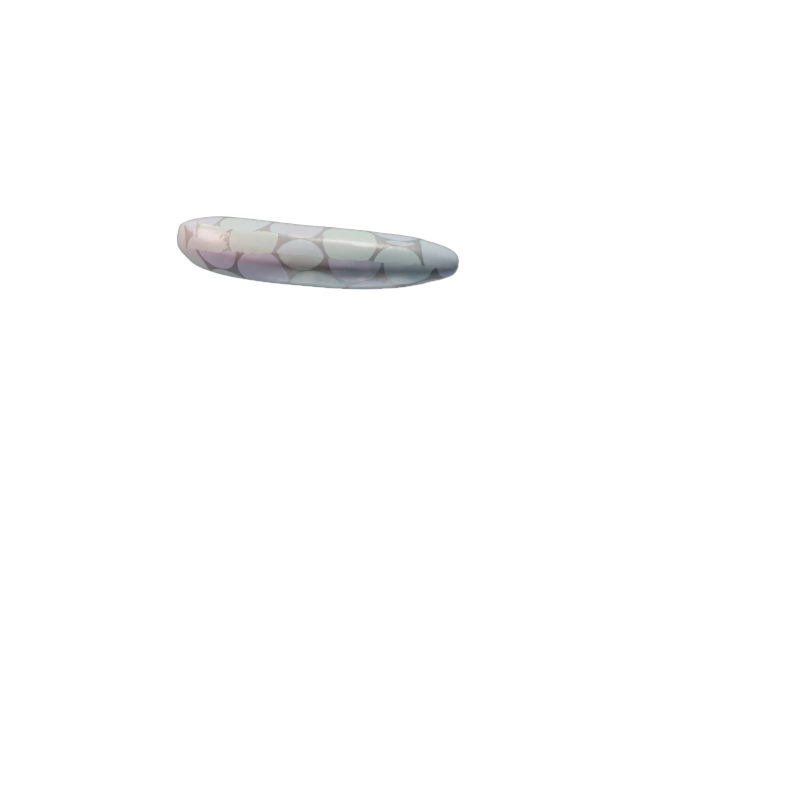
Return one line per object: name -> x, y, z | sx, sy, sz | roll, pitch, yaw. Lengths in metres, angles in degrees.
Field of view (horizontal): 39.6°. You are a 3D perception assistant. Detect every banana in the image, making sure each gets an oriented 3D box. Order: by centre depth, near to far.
banana -> -0.066, -0.095, 0.694 | 0.205, 0.035, 0.070 | 10, 24, 23
